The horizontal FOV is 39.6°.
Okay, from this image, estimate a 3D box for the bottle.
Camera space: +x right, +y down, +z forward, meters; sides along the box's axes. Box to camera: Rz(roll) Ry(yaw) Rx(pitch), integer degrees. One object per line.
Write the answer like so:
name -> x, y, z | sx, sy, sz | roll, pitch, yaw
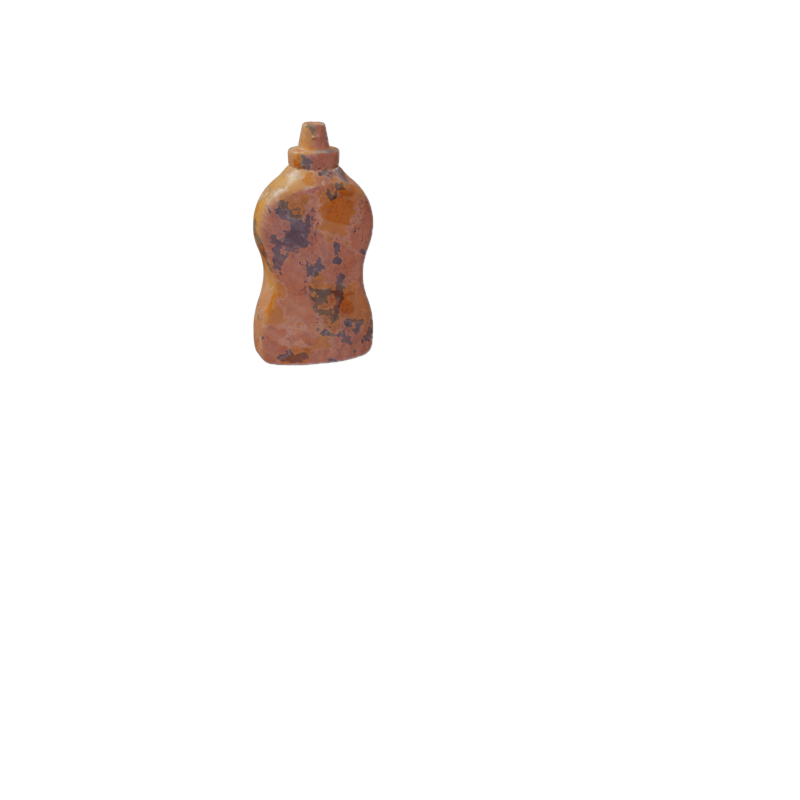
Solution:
bottle -> -0.069, -0.127, 0.888 | 0.094, 0.185, 0.061 | -4, 15, -16
